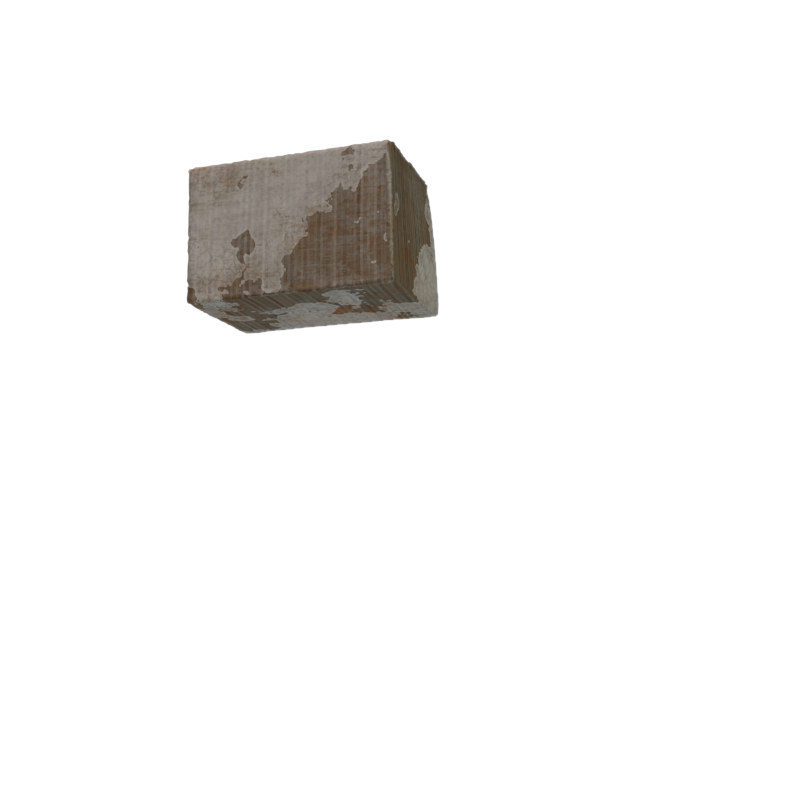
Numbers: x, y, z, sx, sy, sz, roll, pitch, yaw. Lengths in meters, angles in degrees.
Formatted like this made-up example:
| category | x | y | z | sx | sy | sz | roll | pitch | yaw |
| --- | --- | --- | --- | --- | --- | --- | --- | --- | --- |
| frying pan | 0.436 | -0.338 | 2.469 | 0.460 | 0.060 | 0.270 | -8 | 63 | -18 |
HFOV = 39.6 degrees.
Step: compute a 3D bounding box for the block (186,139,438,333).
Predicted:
| category | x | y | z | sx | sy | sz | roll | pitch | yaw |
| --- | --- | --- | --- | --- | --- | --- | --- | --- | --- |
| block | -0.031 | -0.057 | 0.396 | 0.079 | 0.053 | 0.050 | -4 | -14 | 18 |
